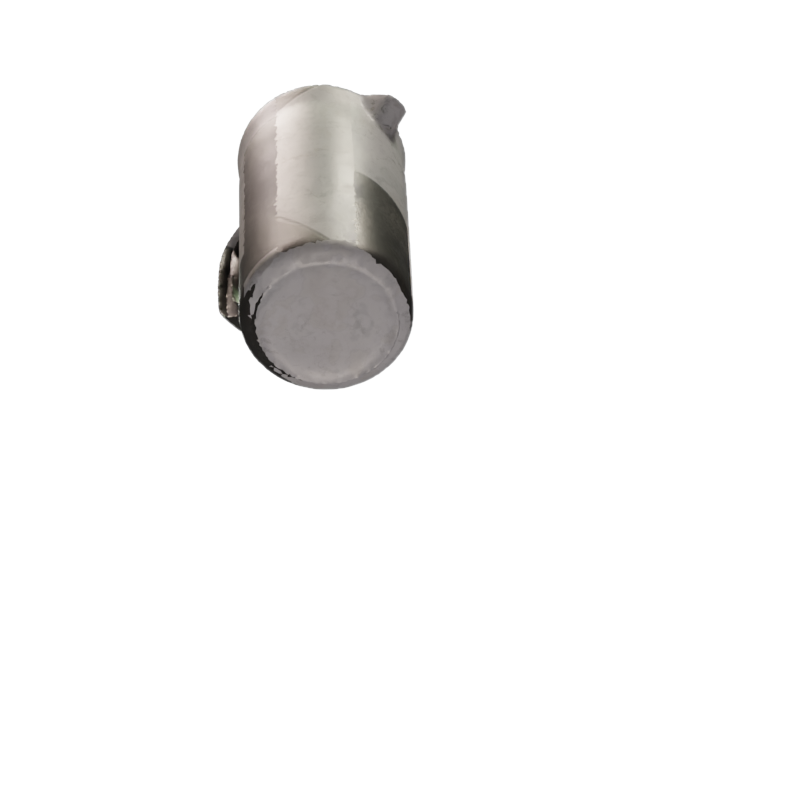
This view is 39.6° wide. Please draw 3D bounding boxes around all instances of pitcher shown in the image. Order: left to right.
[{"bbox_3d":[-0.061,-0.112,0.781,0.144,0.140,0.259,0,33,-4],"label":"pitcher"}]
